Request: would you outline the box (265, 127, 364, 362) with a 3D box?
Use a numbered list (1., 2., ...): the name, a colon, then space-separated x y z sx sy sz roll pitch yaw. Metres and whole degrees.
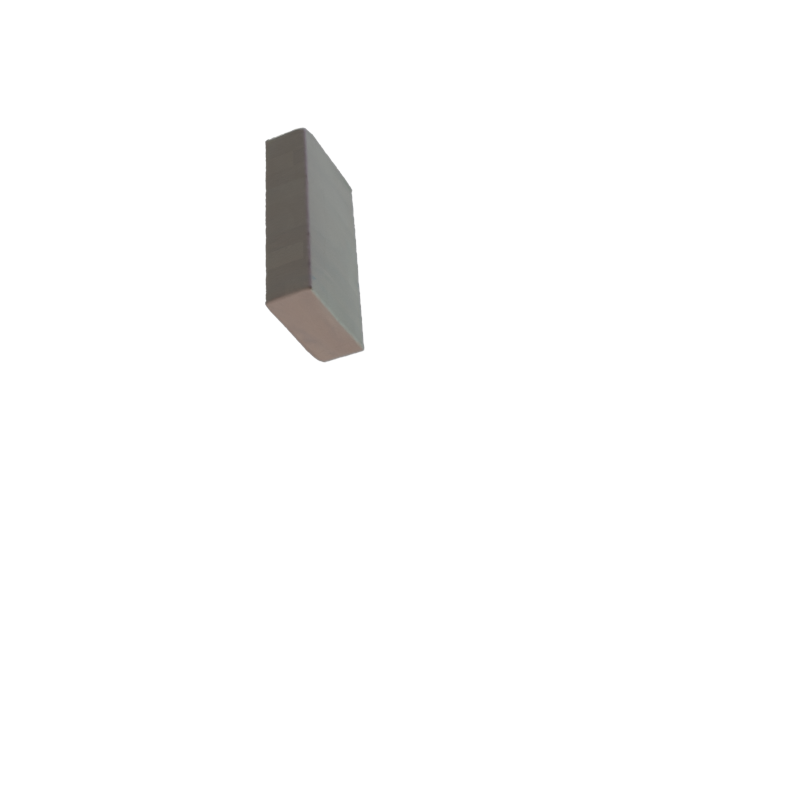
1. box: -0.070 -0.128 0.893 0.048 0.189 0.086 -18 -39 19
